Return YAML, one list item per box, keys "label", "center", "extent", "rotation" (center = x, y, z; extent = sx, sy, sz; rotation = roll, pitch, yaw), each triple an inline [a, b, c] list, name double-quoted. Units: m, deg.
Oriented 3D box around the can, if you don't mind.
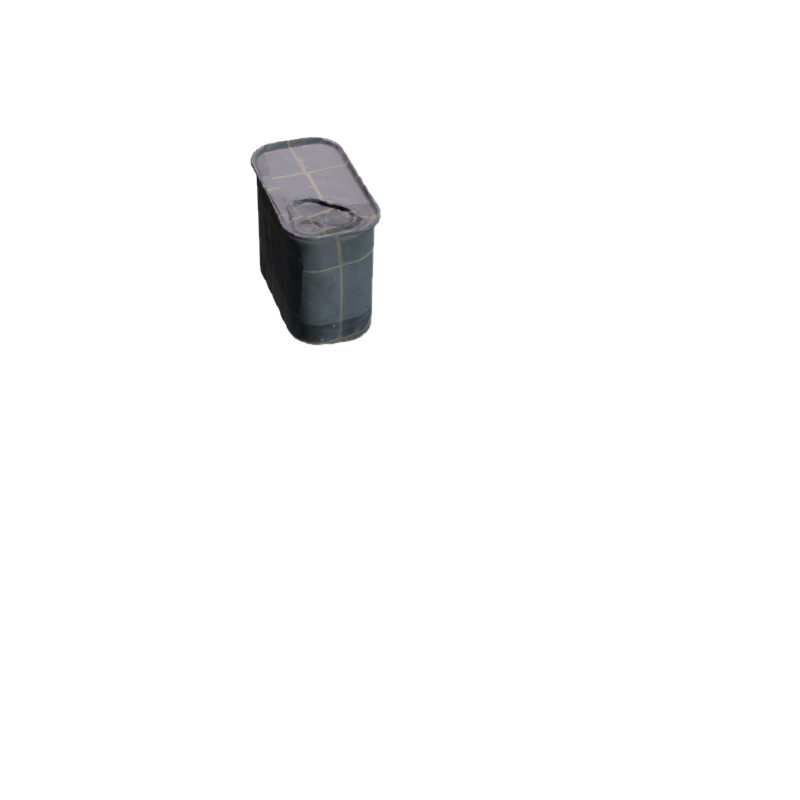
- label: "can"
  center: [-0.052, -0.094, 0.662]
  extent: [0.057, 0.078, 0.110]
  rotation: [-11, 42, -16]
